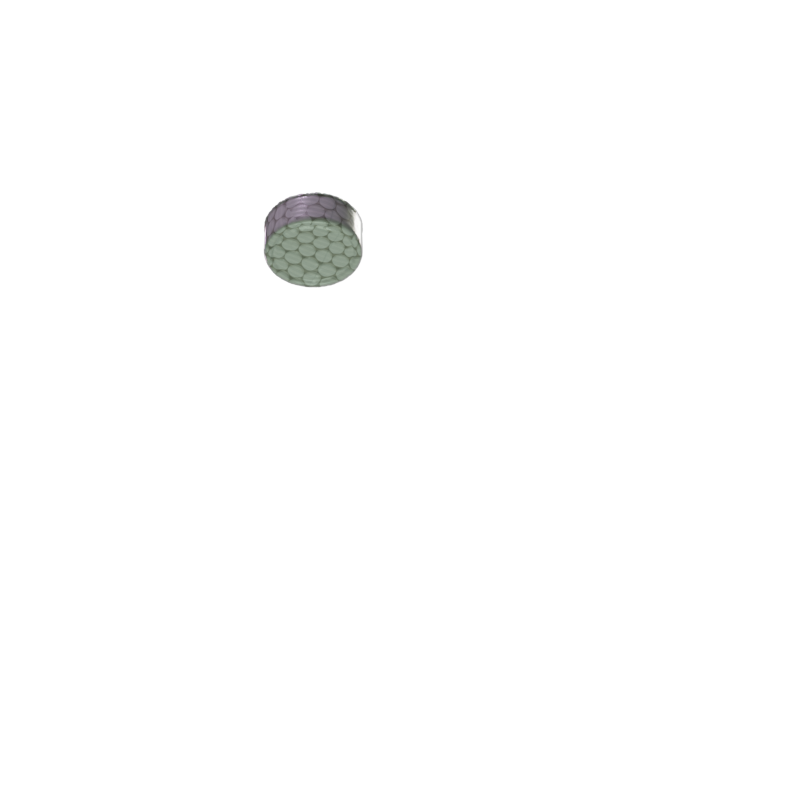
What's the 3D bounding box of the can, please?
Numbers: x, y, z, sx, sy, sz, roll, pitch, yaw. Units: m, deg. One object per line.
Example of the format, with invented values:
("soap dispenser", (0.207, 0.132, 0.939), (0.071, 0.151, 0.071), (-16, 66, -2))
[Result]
("can", (-0.075, -0.136, 0.952), (0.086, 0.036, 0.080), (1, -40, -2))
